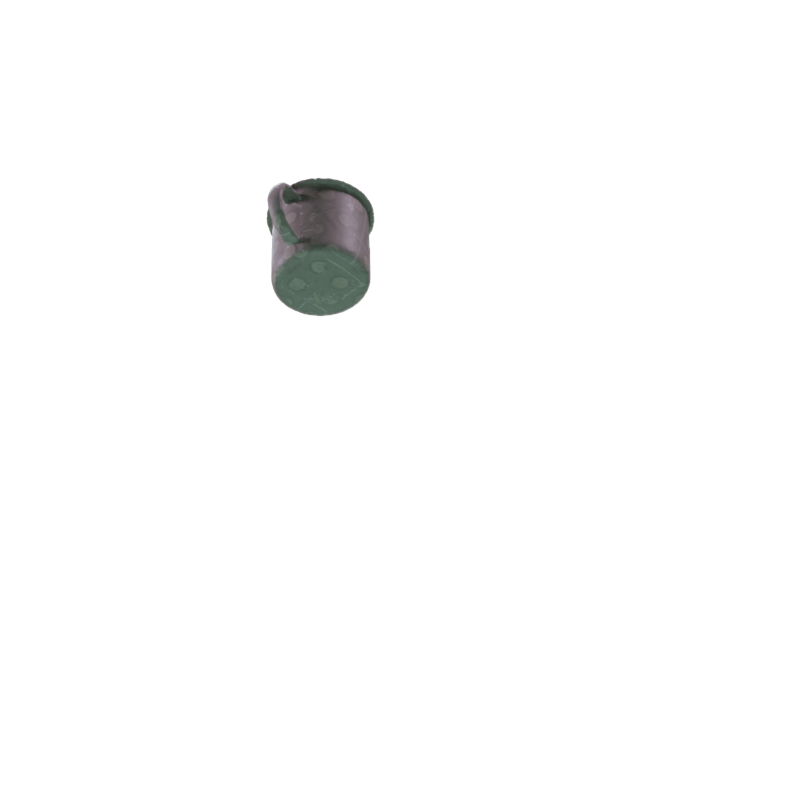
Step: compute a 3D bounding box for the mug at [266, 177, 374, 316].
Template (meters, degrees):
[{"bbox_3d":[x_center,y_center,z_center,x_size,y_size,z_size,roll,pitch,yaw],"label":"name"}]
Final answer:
[{"bbox_3d":[-0.072,-0.132,0.921,0.094,0.087,0.108,-22,-46,20],"label":"mug"}]
